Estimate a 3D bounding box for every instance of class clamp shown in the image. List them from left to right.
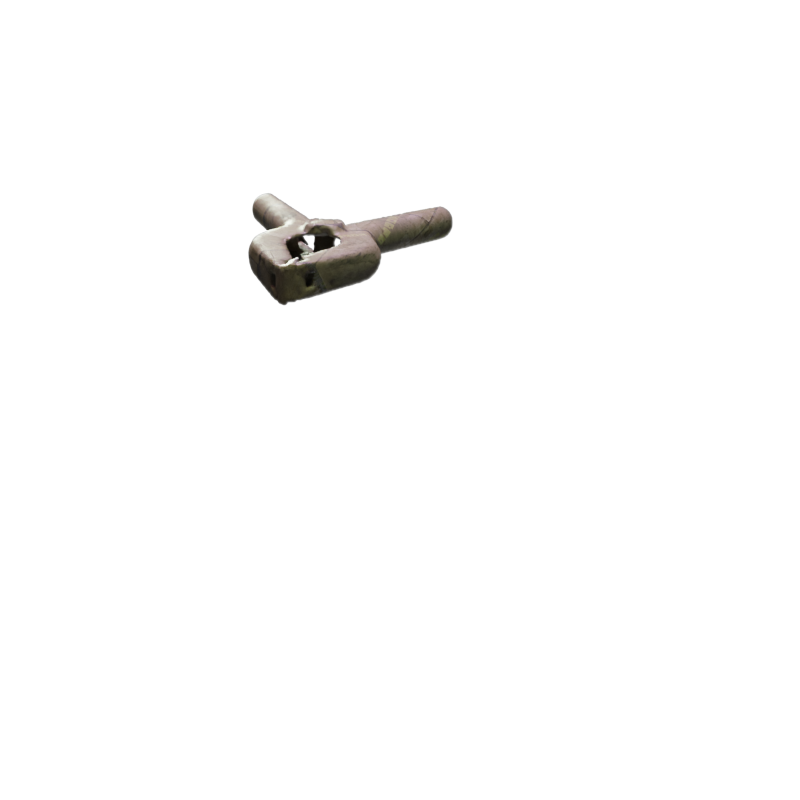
[{"bbox_3d":[-0.065,-0.118,0.826,0.169,0.035,0.213,8,24,17],"label":"clamp"}]
